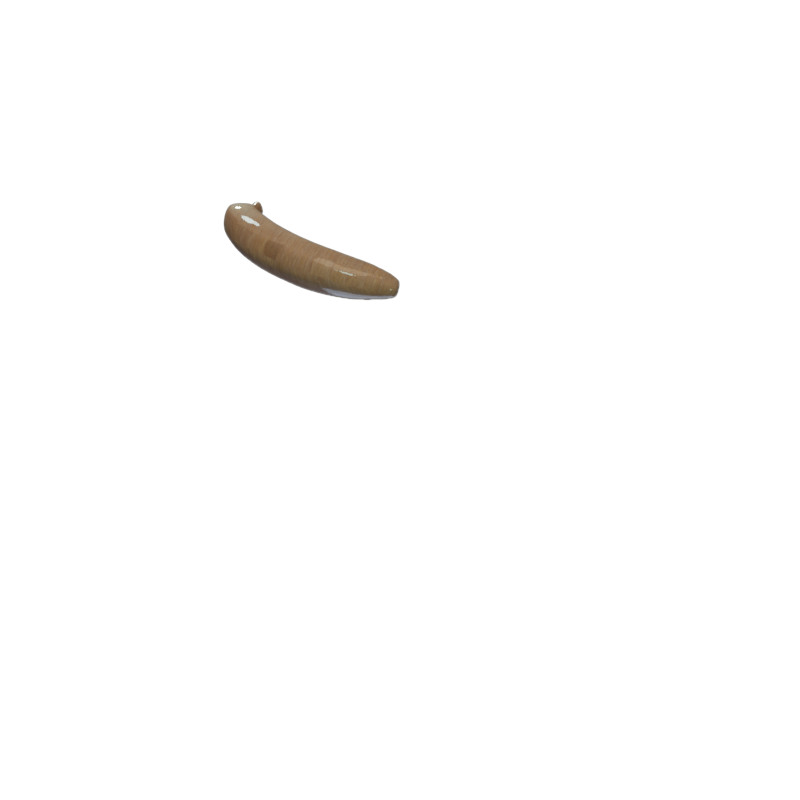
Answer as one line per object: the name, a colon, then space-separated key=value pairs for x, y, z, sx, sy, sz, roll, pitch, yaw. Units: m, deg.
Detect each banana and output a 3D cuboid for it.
banana: x=-0.087 y=-0.124 z=0.896 sx=0.069 sy=0.034 sz=0.212 roll=-23 pitch=41 yaw=-31
